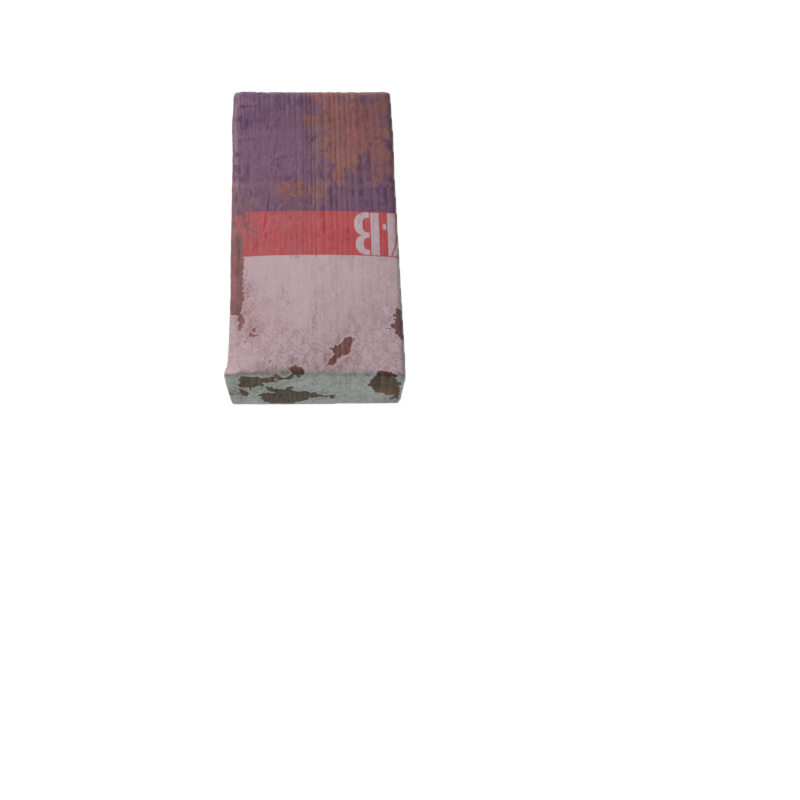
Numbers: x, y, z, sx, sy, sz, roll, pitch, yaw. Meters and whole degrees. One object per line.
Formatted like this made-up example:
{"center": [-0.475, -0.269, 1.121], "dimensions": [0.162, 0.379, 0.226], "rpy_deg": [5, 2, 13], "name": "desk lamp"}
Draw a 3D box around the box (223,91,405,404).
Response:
{"center": [-0.048, -0.087, 0.613], "dimensions": [0.093, 0.187, 0.045], "rpy_deg": [-1, -28, -2], "name": "box"}
